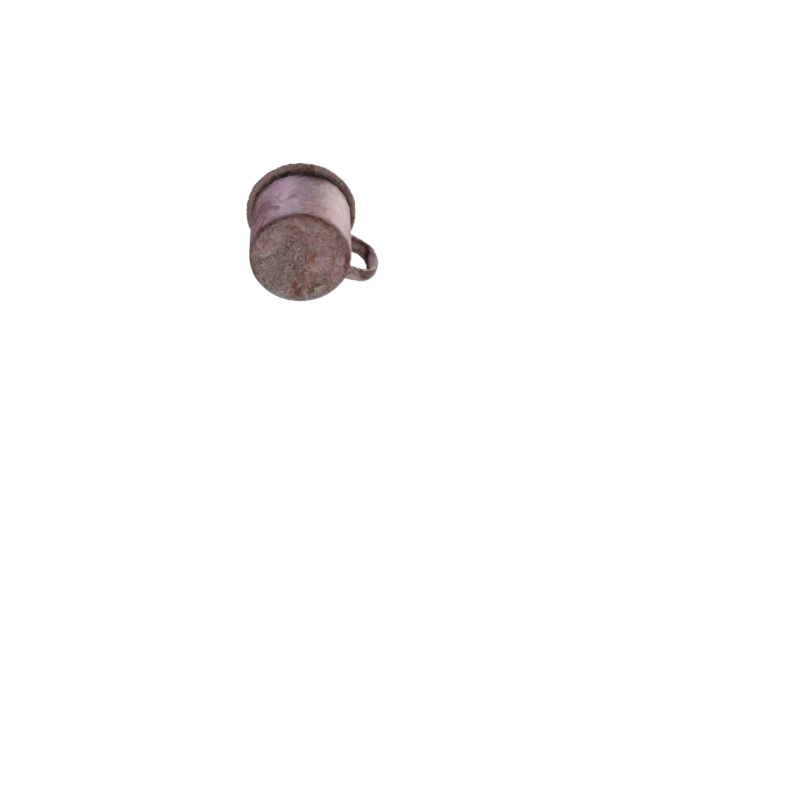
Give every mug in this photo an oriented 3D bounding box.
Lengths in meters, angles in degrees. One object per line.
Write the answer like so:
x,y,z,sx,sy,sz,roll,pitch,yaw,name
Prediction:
-0.071,-0.130,0.908,0.113,0.090,0.087,25,30,-18,mug
